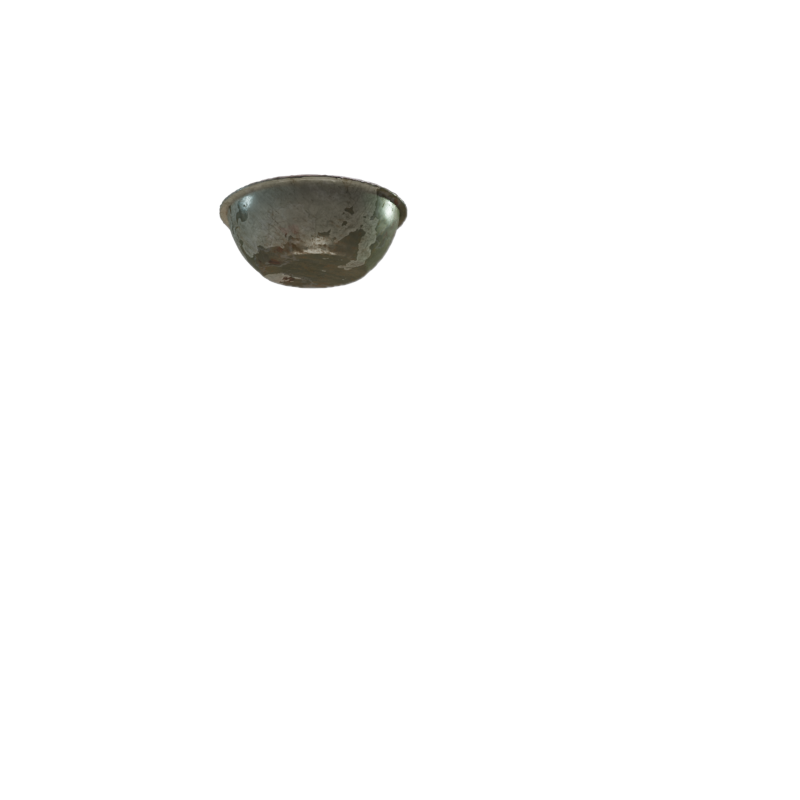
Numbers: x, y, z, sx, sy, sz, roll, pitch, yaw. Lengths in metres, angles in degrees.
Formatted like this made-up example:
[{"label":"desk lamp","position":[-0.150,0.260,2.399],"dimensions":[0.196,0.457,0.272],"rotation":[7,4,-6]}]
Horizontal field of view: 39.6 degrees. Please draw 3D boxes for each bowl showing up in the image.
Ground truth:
[{"label":"bowl","position":[-0.074,-0.135,0.943],"dimensions":[0.162,0.057,0.156],"rotation":[0,-14,-2]}]
